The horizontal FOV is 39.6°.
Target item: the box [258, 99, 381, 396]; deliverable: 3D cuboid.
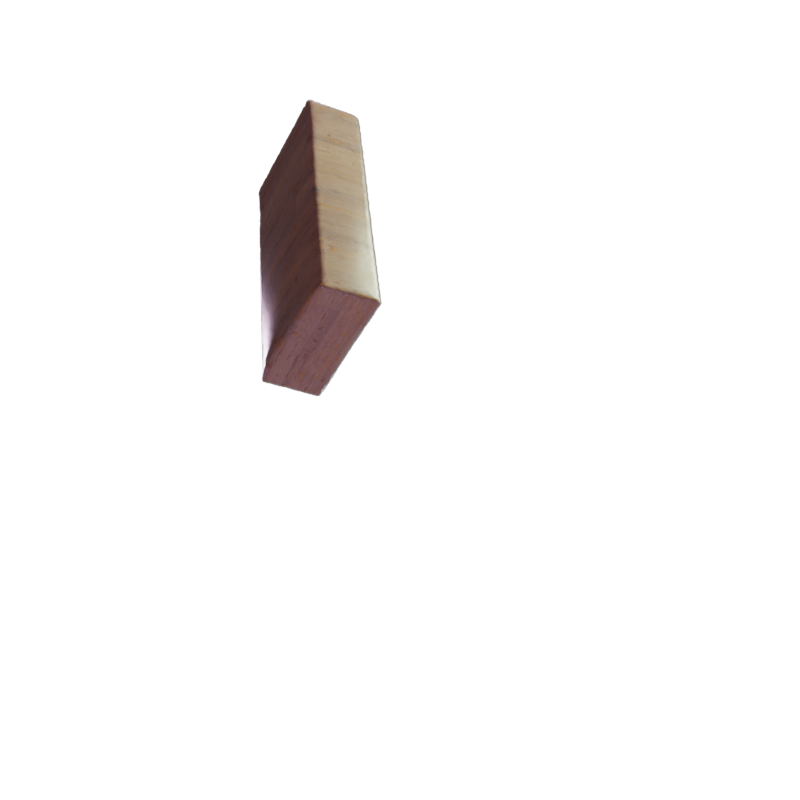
[{"bbox_3d":[-0.055,-0.101,0.707,0.046,0.189,0.090,17,-47,-21],"label":"box"}]
